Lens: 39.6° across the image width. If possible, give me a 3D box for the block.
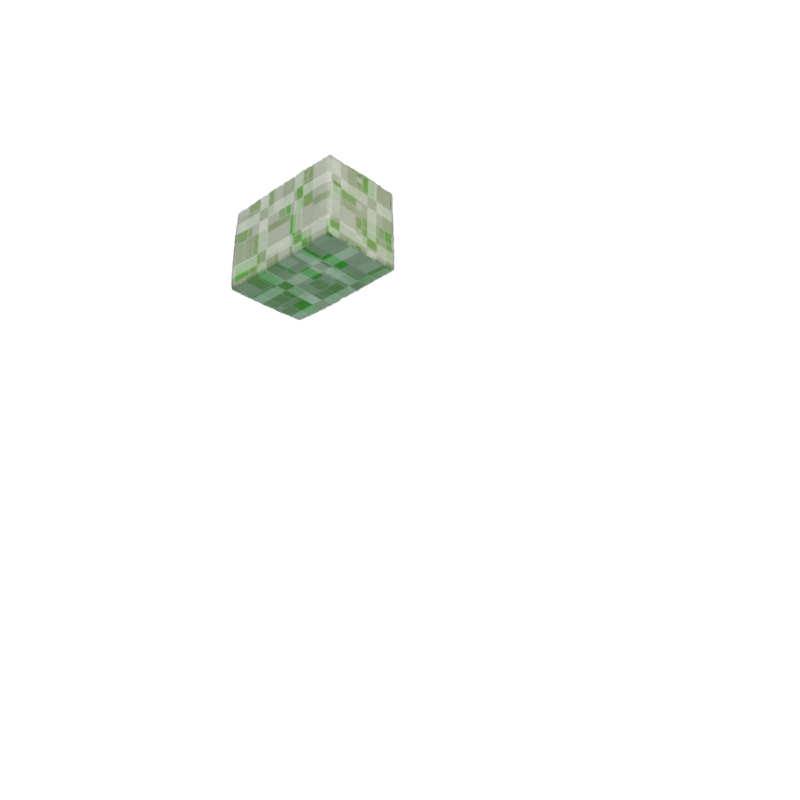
[{"bbox_3d":[-0.048,-0.087,0.612,0.078,0.055,0.049,-25,-38,36],"label":"block"}]
